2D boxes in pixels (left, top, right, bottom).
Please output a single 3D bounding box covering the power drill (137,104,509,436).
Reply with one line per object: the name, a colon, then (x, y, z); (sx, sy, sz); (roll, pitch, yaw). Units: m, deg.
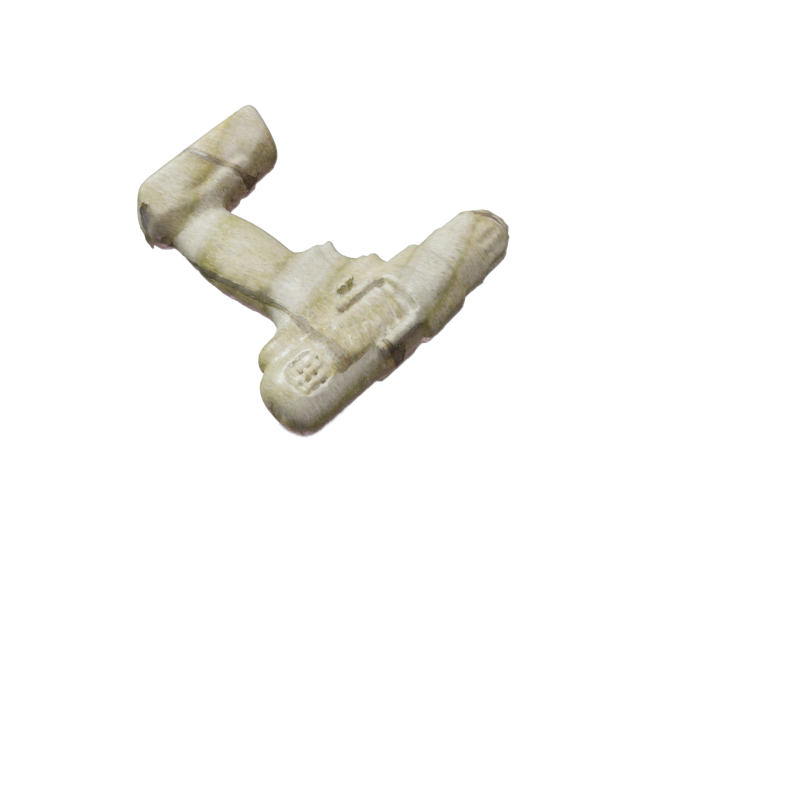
power drill: (-0.053, -0.096, 0.671); (0.186, 0.198, 0.054); (-40, -23, -21)
